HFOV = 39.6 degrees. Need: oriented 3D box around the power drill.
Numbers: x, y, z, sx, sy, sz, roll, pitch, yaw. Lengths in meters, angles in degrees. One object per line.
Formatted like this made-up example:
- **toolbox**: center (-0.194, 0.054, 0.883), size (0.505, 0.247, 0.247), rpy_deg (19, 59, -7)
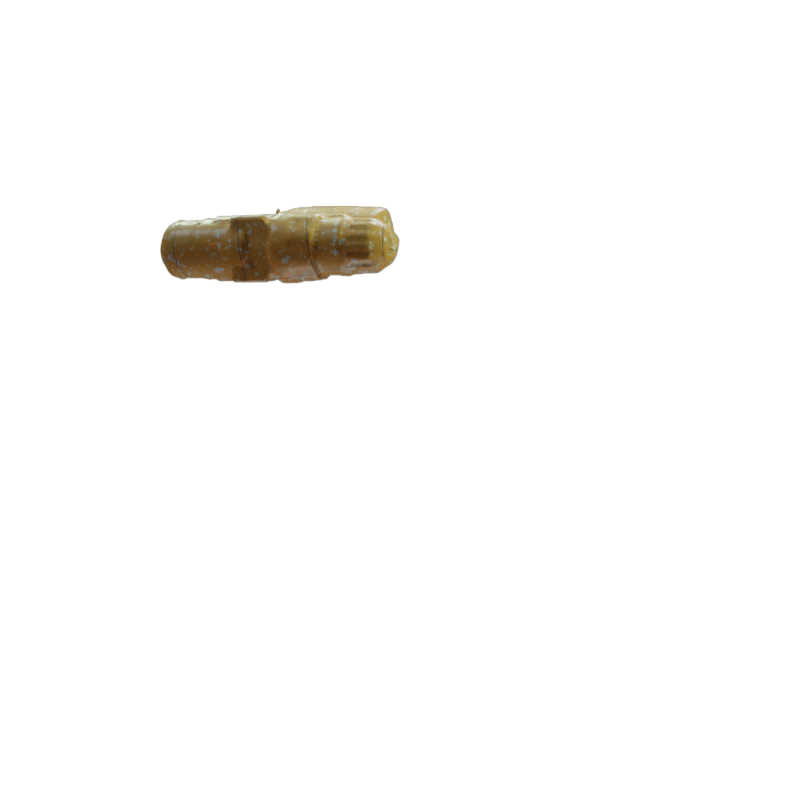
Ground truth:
- **power drill**: center (-0.068, -0.124, 0.870), size (0.190, 0.057, 0.185), rpy_deg (3, 9, 20)
